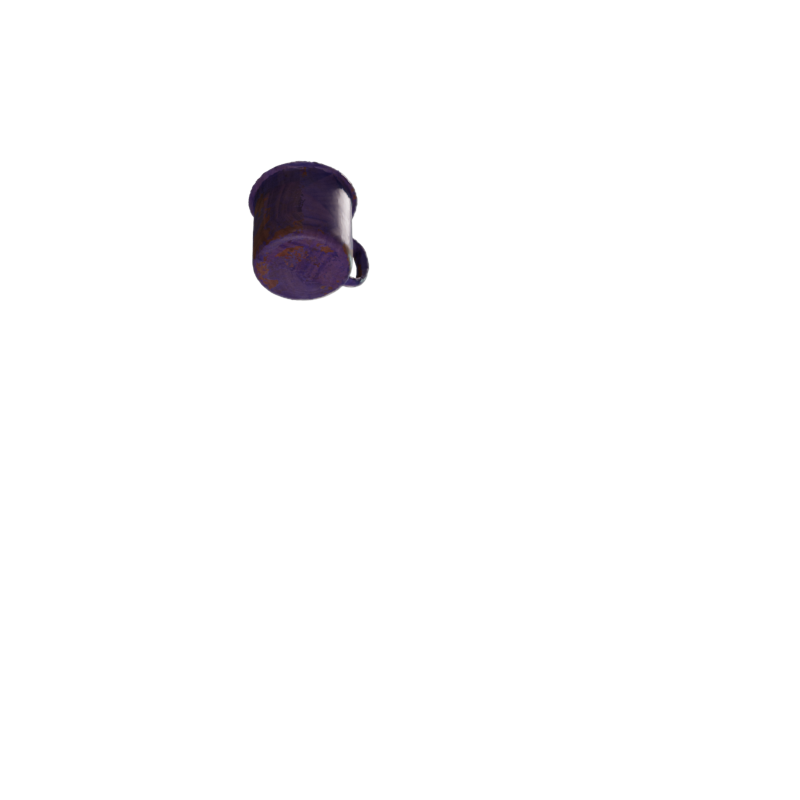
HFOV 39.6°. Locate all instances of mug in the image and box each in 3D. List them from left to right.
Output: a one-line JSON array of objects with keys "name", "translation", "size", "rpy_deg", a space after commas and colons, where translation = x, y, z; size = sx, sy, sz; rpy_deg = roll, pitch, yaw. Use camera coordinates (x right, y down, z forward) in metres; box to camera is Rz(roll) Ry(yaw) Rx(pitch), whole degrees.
[{"name": "mug", "translation": [-0.072, -0.132, 0.923], "size": [0.110, 0.087, 0.092], "rpy_deg": [32, -52, -32]}]
